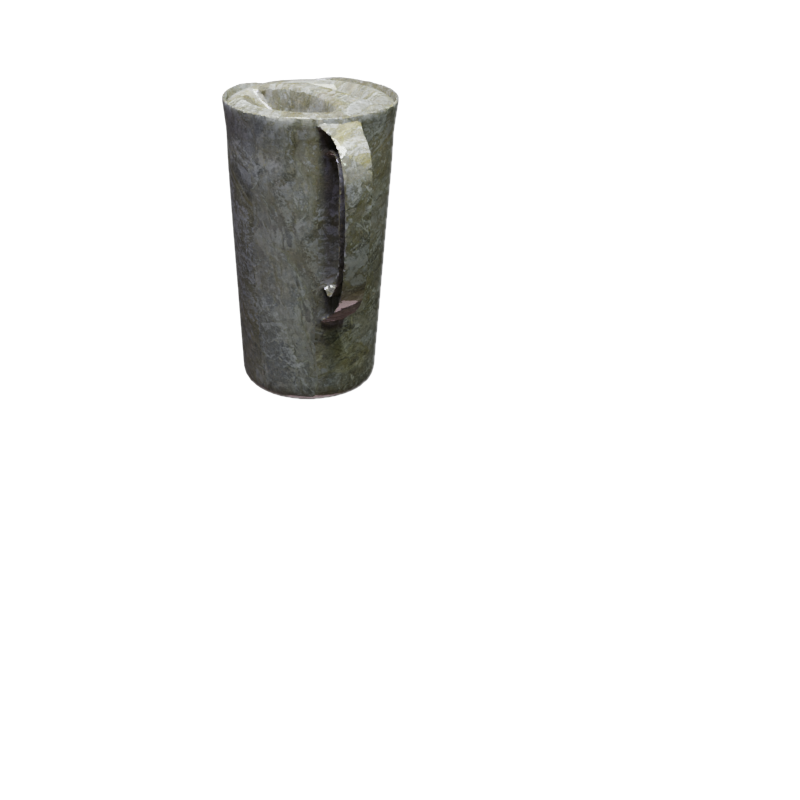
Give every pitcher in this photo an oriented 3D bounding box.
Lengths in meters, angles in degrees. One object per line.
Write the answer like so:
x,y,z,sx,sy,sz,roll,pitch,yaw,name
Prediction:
-0.068,-0.124,0.867,0.150,0.231,0.152,11,25,20,pitcher
